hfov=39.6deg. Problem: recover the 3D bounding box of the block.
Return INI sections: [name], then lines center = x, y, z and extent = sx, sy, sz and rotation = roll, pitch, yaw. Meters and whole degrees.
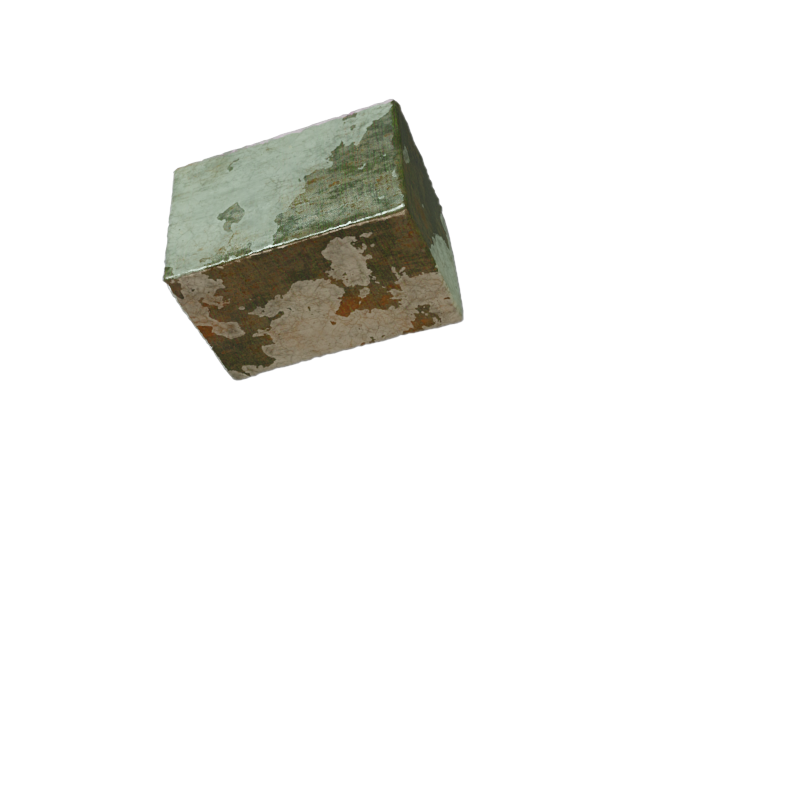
[block]
center = -0.027, -0.049, 0.343
extent = 0.079, 0.055, 0.049
rotation = -14, -43, 14
